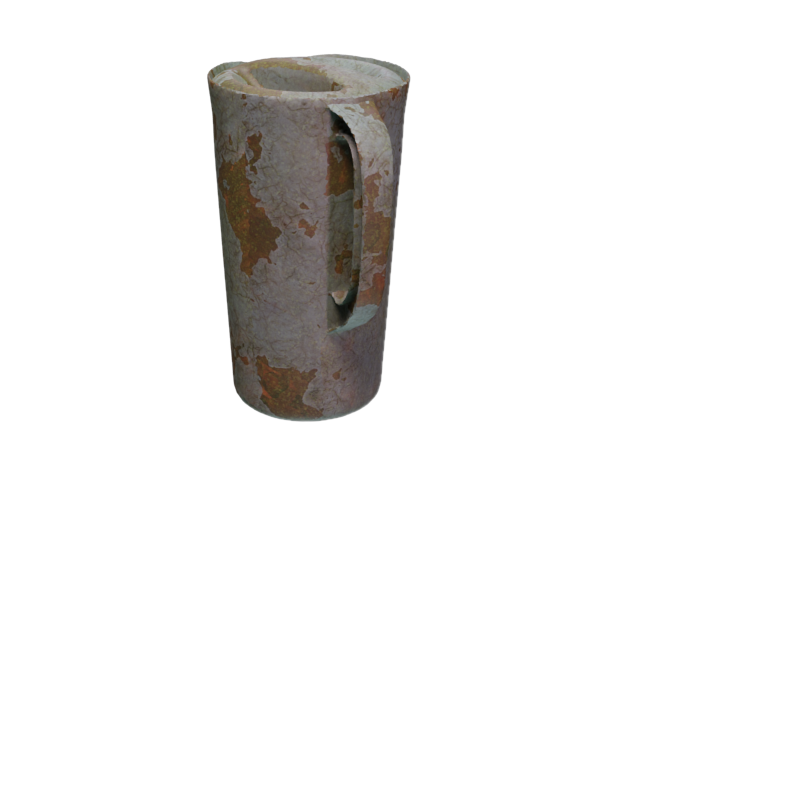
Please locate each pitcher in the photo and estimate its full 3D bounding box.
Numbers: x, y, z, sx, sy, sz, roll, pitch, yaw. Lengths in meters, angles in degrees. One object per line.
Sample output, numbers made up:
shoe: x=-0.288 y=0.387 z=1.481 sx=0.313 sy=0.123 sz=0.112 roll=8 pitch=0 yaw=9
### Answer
pitcher: x=-0.059 y=-0.108 z=0.758 sx=0.149 sy=0.231 sz=0.153 roll=9 pitch=25 yaw=16
